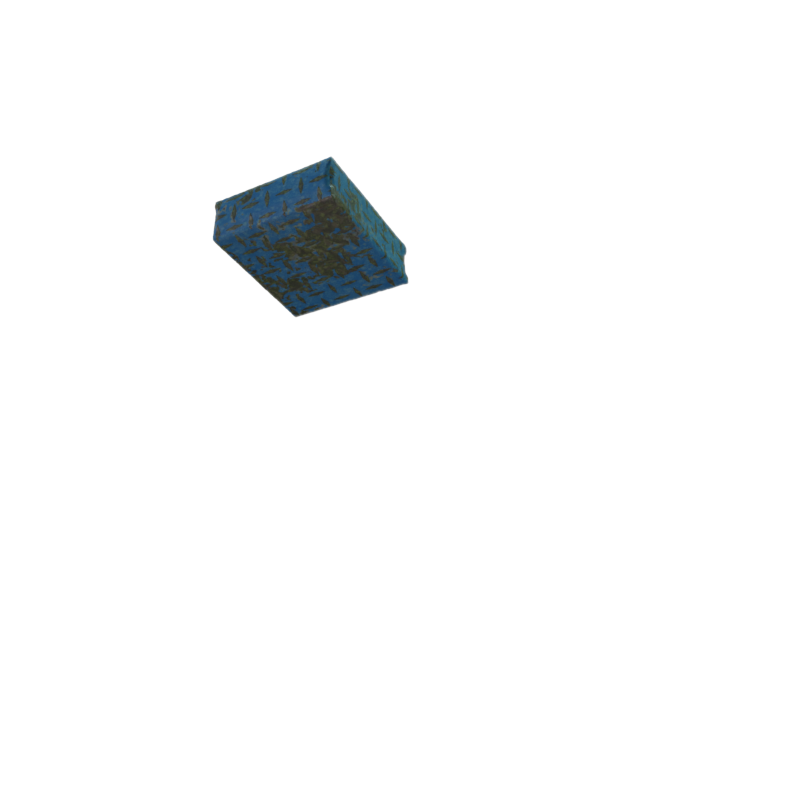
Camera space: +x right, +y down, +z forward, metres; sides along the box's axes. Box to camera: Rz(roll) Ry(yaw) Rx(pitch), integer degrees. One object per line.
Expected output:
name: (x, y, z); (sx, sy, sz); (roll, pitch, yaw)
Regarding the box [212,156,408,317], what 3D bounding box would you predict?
box: (-0.047, -0.086, 0.602); (0.074, 0.032, 0.082); (-17, -36, 24)
